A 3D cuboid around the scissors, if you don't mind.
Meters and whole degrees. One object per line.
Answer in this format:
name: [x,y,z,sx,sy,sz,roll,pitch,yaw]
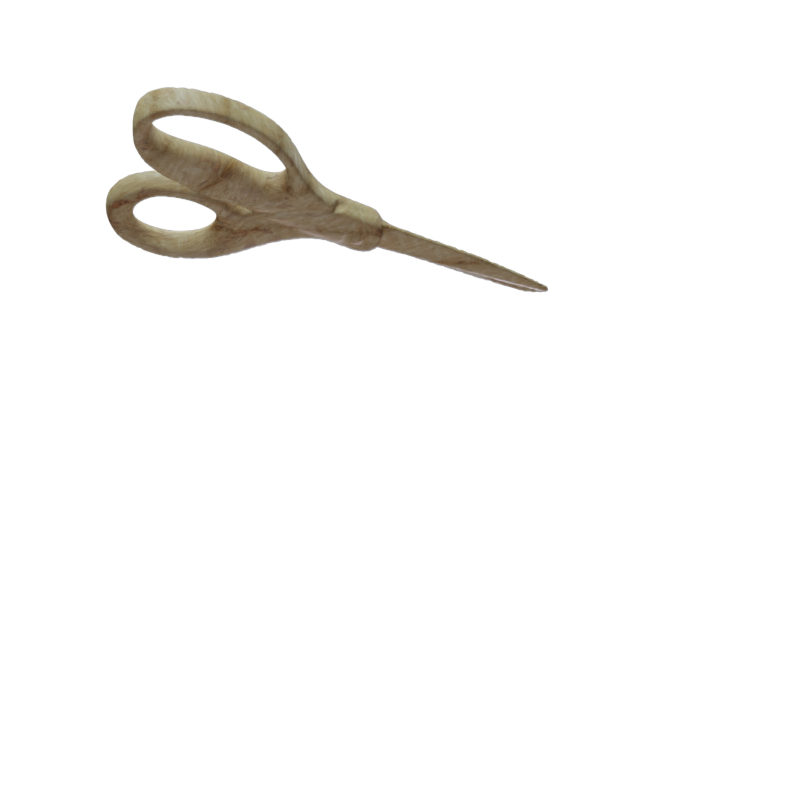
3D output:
scissors: [-0.037,-0.067,0.471,0.189,0.017,0.096,28,-43,-35]
